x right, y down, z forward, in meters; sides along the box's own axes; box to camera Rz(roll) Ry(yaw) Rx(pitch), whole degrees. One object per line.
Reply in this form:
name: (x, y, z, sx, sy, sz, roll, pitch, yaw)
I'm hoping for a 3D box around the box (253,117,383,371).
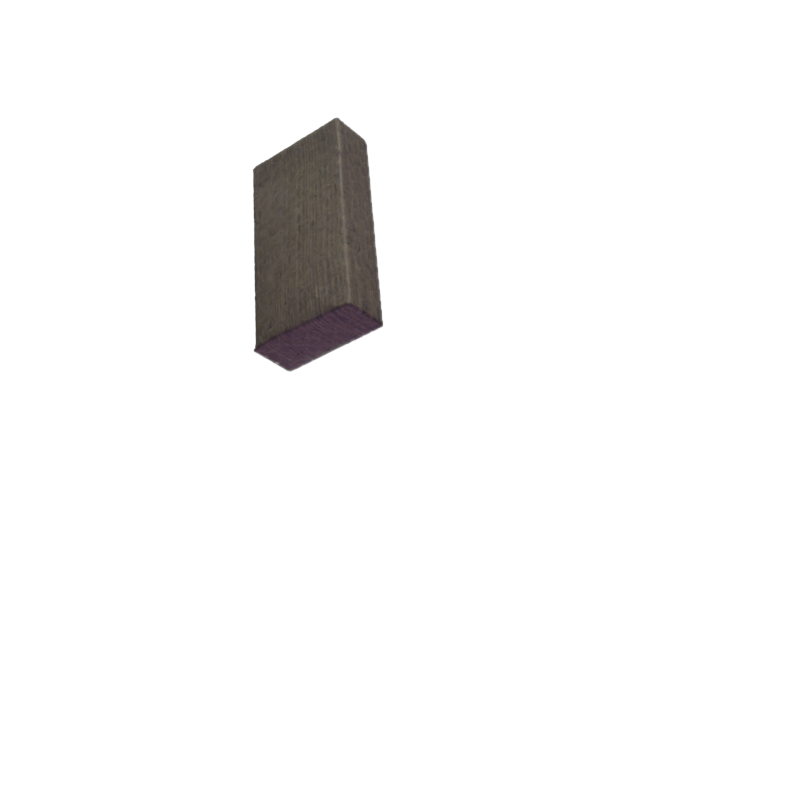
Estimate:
box: (-0.065, -0.119, 0.835, 0.093, 0.189, 0.045, -26, -41, 29)
